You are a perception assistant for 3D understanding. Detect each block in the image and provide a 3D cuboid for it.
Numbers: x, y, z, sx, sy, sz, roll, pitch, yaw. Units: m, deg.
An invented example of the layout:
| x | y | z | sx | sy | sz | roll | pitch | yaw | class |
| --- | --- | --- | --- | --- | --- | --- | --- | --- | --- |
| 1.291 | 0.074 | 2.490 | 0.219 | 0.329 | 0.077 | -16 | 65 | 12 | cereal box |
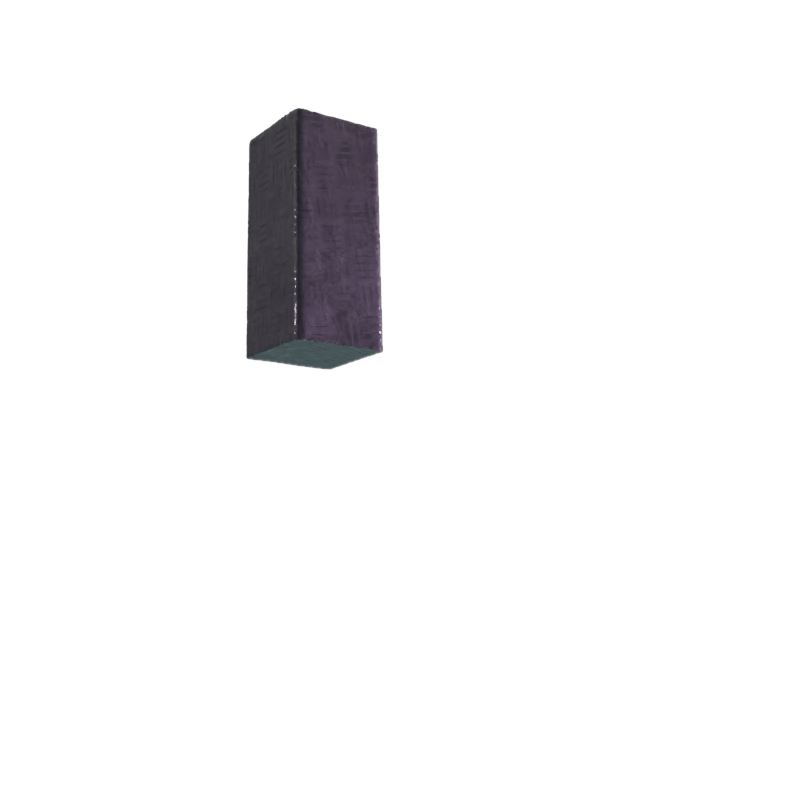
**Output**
| x | y | z | sx | sy | sz | roll | pitch | yaw | class |
| --- | --- | --- | --- | --- | --- | --- | --- | --- | --- |
| -0.078 | -0.141 | 0.984 | 0.086 | 0.215 | 0.091 | 10 | -20 | -33 | block |
